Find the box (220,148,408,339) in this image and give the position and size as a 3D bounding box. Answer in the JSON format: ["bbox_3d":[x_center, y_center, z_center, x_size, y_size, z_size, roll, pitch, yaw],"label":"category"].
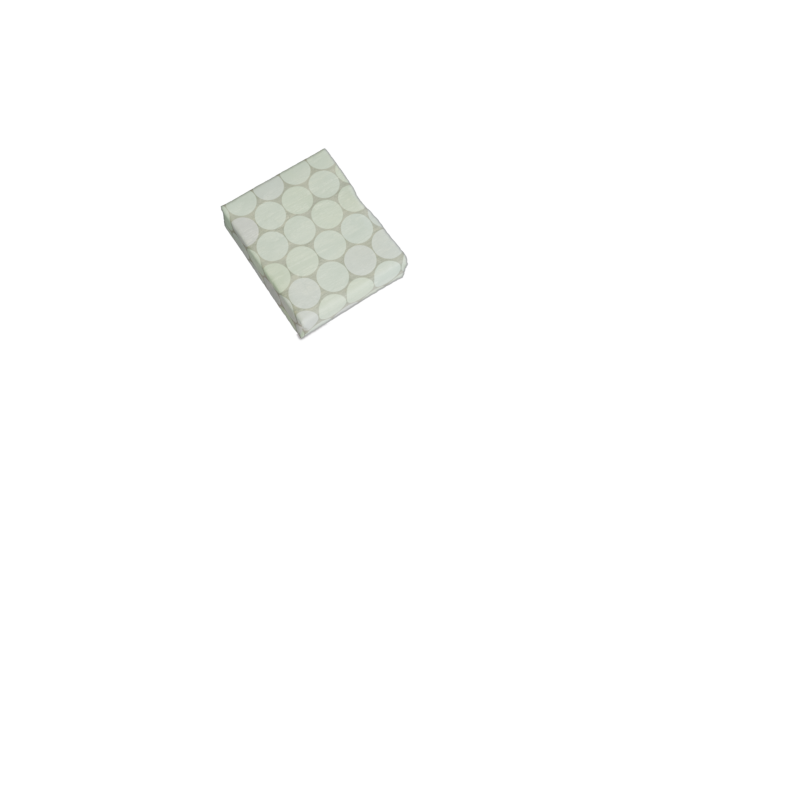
[{"bbox_3d":[-0.050,-0.092,0.644,0.073,0.094,0.029,-31,-19,-12],"label":"box"}]
